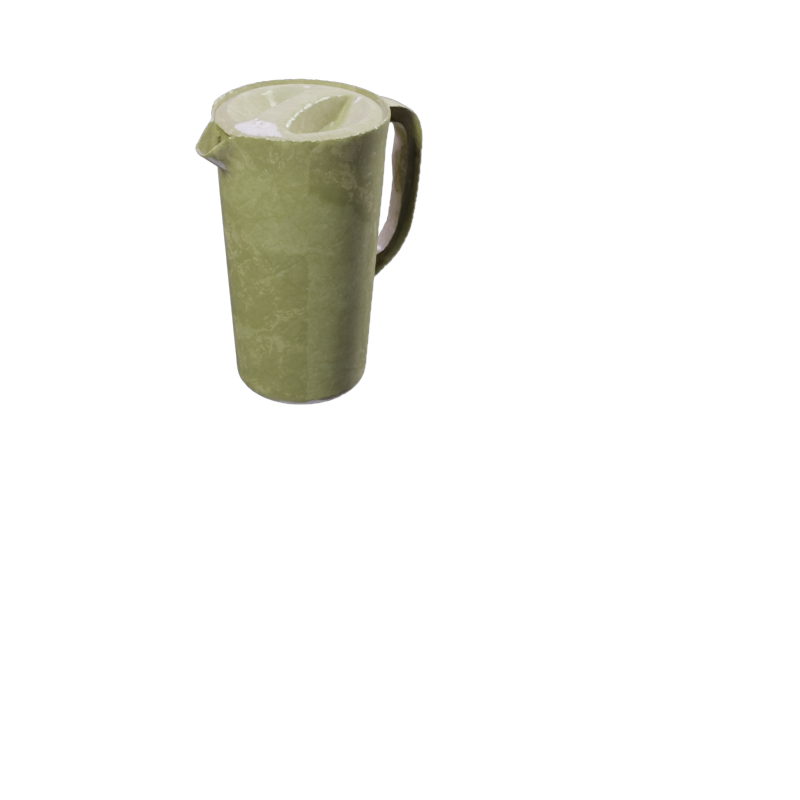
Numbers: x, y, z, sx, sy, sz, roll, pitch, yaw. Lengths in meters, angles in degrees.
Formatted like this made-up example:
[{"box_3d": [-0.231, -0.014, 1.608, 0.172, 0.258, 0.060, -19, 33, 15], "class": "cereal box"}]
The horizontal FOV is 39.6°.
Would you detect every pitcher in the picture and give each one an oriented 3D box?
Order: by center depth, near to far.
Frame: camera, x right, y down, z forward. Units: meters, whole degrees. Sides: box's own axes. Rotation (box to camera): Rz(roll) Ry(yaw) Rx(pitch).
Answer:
[{"box_3d": [-0.069, -0.125, 0.877, 0.152, 0.229, 0.151, 8, 31, 10], "class": "pitcher"}]
